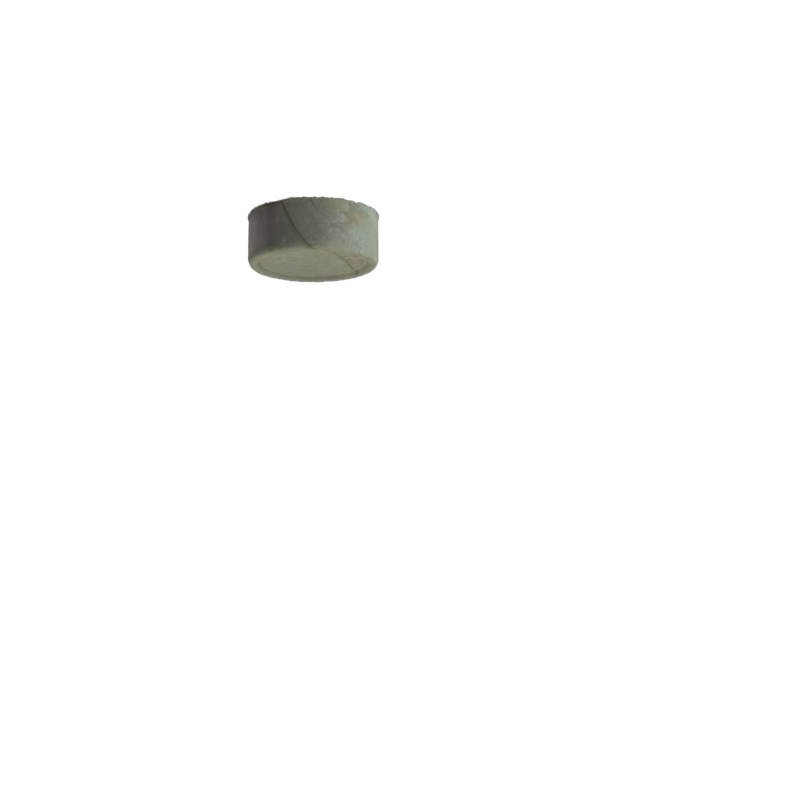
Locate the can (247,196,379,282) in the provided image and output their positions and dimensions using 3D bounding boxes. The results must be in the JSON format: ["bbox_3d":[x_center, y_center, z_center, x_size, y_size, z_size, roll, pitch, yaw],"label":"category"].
[{"bbox_3d":[-0.056,-0.103,0.718,0.086,0.035,0.083,0,-10,-2],"label":"can"}]
